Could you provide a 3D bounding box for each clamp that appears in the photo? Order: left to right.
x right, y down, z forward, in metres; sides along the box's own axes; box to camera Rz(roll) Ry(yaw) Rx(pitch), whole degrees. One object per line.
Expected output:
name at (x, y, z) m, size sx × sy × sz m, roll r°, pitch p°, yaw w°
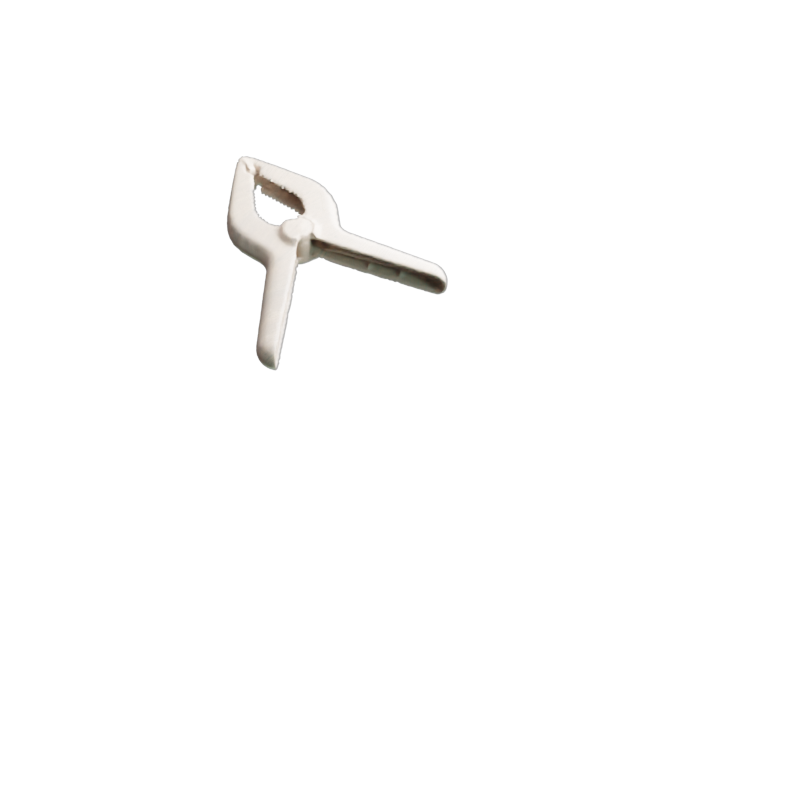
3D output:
clamp at (-0.071, -0.130, 0.907) m, size 0.163 × 0.227 × 0.034 m, roll -19°, pitch -37°, yaw -15°
